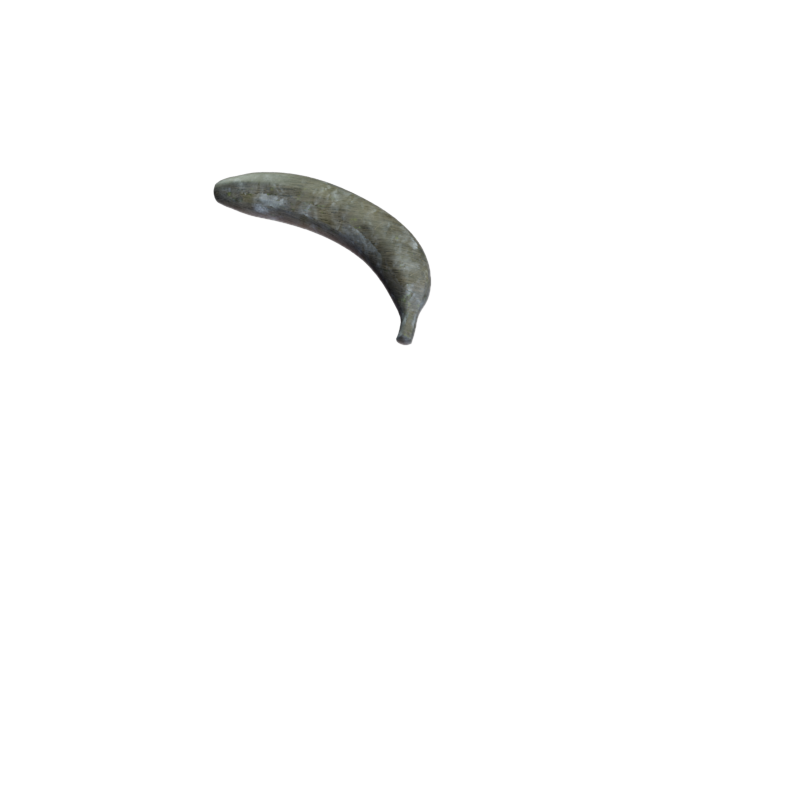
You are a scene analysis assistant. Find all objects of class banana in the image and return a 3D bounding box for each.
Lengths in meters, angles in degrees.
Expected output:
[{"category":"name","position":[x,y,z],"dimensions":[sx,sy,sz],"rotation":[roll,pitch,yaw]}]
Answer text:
[{"category":"banana","position":[-0.046,-0.119,0.785],"dimensions":[0.070,0.034,0.210],"rotation":[-36,58,-27]}]
